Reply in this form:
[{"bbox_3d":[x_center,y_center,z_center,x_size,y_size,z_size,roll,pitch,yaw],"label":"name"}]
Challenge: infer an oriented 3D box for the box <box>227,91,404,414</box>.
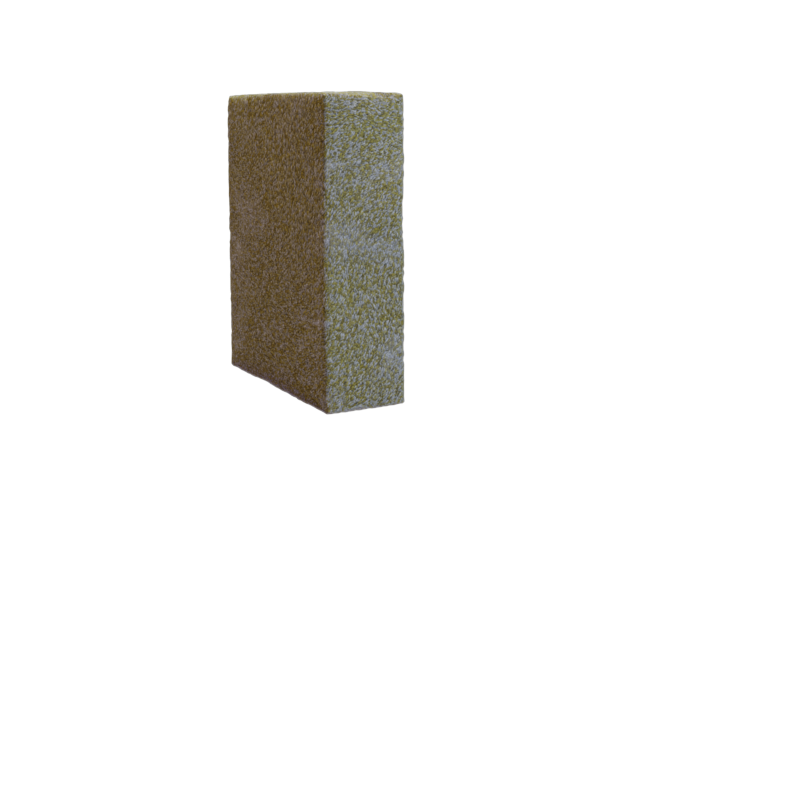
[{"bbox_3d":[-0.063,-0.115,0.804,0.070,0.210,0.172,-4,11,-29],"label":"box"}]
